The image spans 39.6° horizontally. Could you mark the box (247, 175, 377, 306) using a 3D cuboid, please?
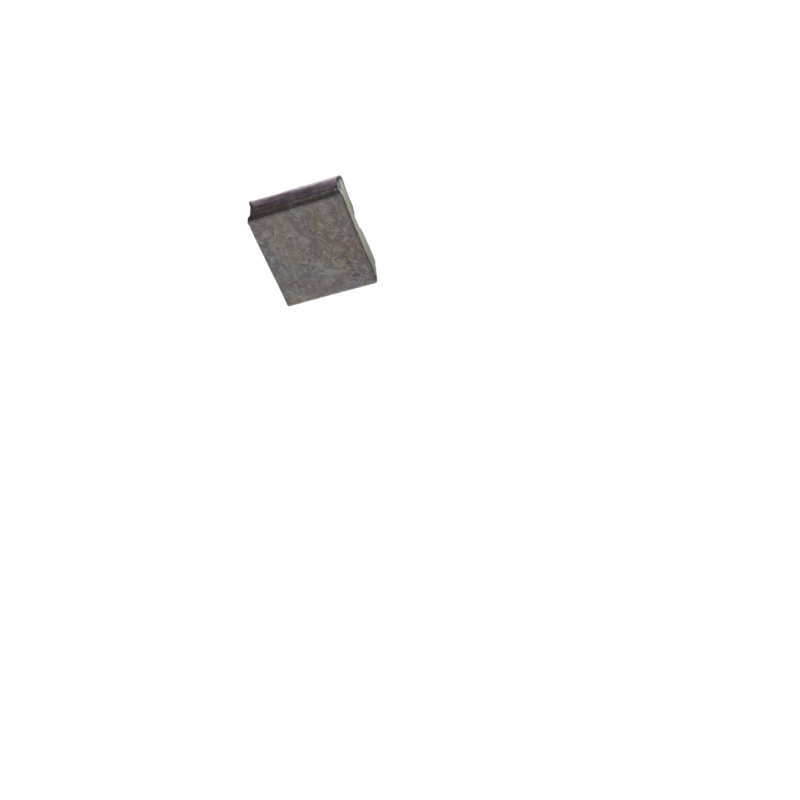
[{"bbox_3d":[-0.065,-0.119,0.830,0.074,0.083,0.032,-15,38,11],"label":"box"}]
